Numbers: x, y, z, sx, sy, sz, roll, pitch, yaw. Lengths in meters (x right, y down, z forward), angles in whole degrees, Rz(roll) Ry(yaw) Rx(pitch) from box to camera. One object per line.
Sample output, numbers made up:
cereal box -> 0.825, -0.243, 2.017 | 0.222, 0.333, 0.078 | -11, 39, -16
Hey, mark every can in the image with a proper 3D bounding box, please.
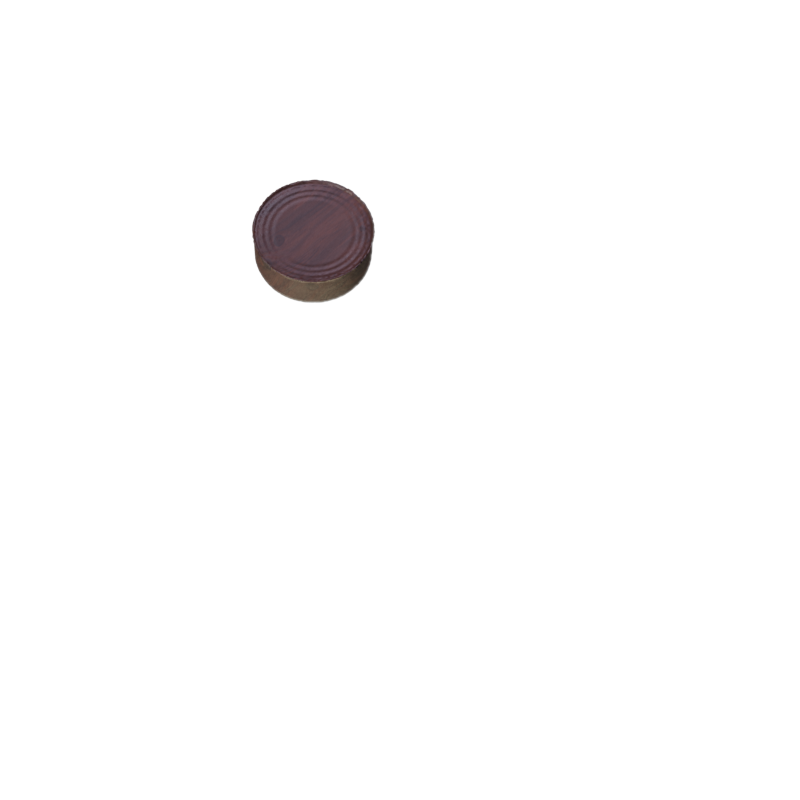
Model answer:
can -> -0.062, -0.112, 0.787 | 0.086, 0.092, 0.031 | -1, -30, -1
